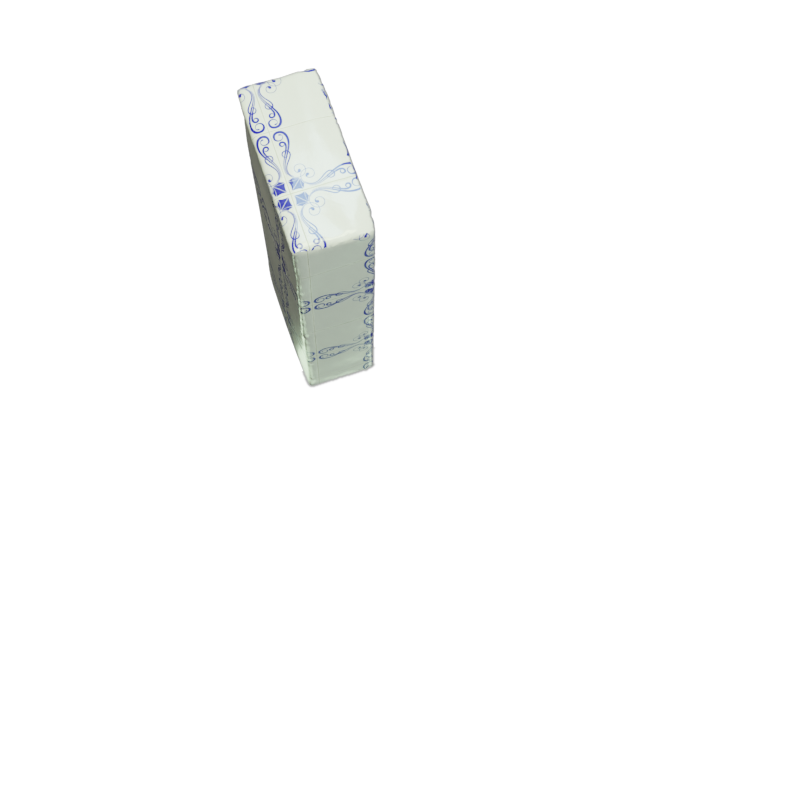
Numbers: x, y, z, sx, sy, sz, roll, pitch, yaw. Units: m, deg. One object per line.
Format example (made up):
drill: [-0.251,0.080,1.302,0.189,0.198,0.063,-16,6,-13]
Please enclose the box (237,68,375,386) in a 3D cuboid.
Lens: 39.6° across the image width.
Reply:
box: [-0.044,-0.082,0.572,0.048,0.099,0.168,-16,-19,-10]
